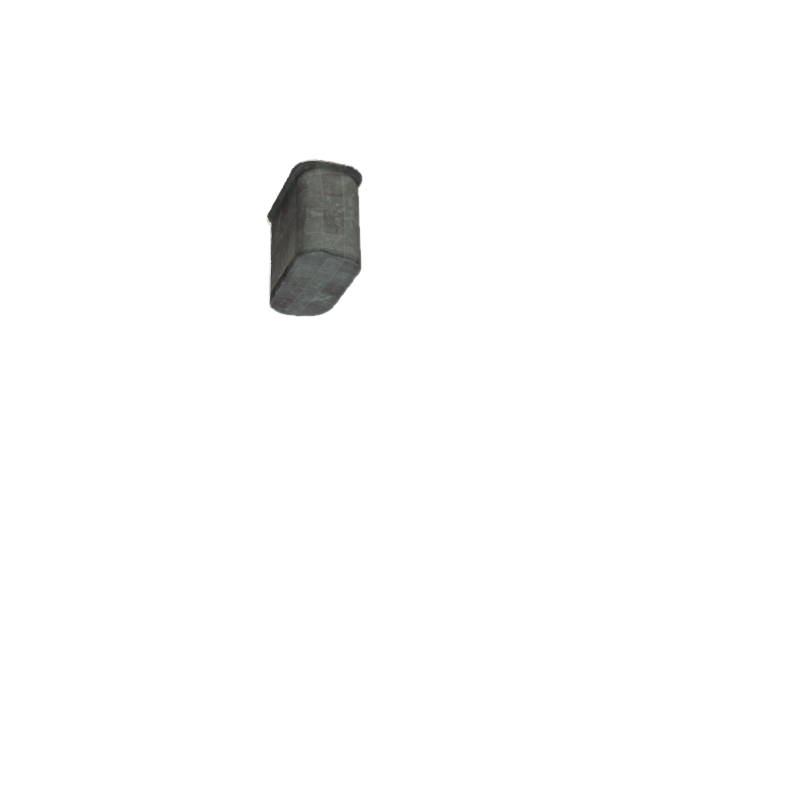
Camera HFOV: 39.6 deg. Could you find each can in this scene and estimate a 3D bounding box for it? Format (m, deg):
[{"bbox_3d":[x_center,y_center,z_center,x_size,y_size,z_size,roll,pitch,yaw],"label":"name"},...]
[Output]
[{"bbox_3d":[-0.068,-0.123,0.863,0.056,0.089,0.099,10,-30,-20],"label":"can"}]
